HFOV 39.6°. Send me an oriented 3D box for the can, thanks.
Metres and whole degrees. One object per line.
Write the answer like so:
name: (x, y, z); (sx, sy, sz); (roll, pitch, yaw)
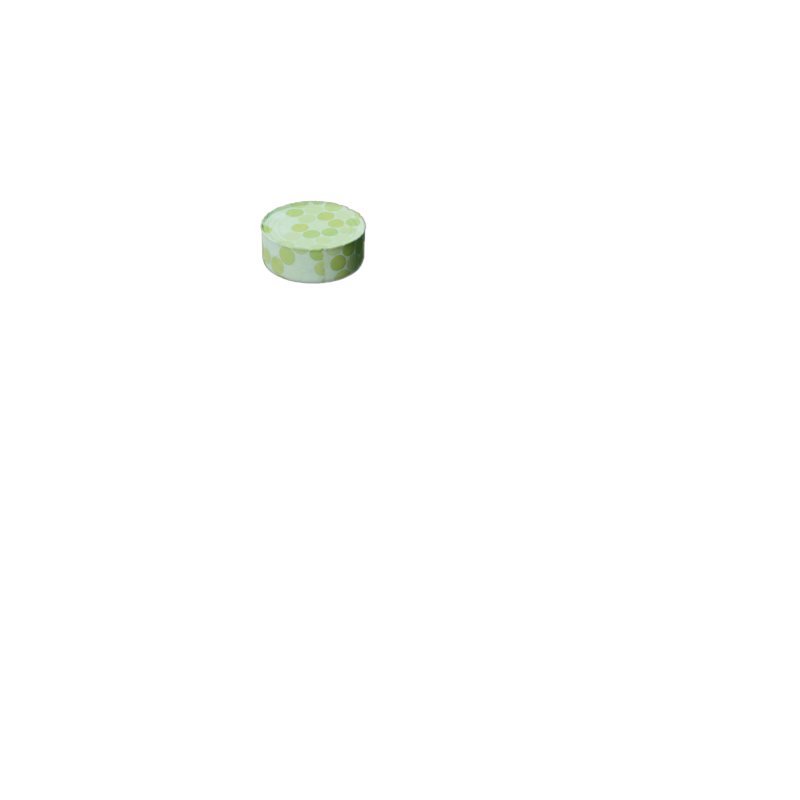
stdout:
can: (-0.071, -0.130, 0.908); (0.086, 0.031, 0.091); (-1, 34, -2)
